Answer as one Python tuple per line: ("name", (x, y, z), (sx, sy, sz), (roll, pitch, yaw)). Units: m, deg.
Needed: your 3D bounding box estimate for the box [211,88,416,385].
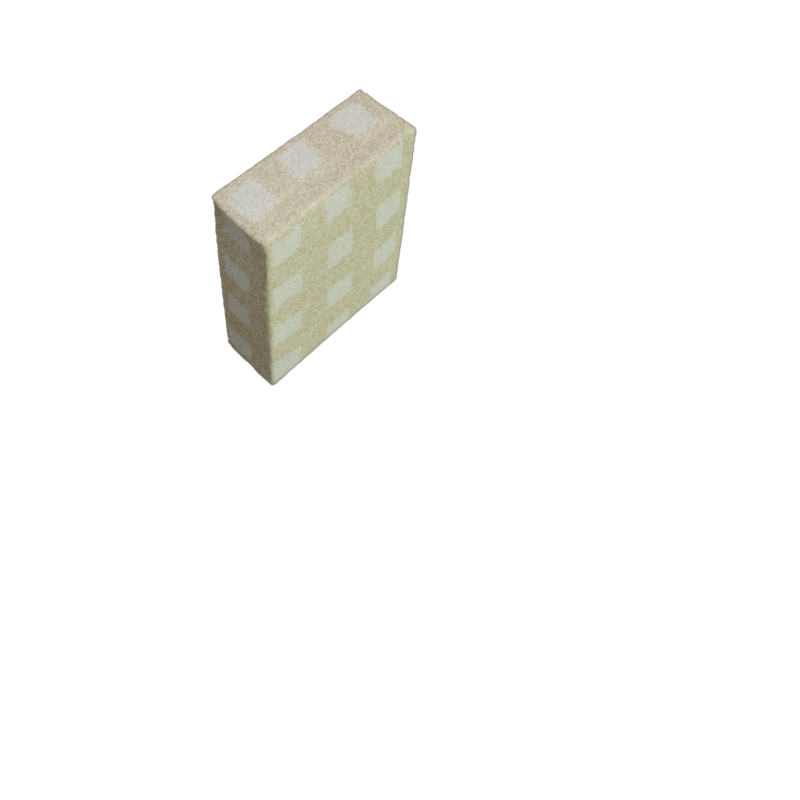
("box", (-0.072, -0.132, 0.925), (0.076, 0.166, 0.200), (39, -26, 18))
